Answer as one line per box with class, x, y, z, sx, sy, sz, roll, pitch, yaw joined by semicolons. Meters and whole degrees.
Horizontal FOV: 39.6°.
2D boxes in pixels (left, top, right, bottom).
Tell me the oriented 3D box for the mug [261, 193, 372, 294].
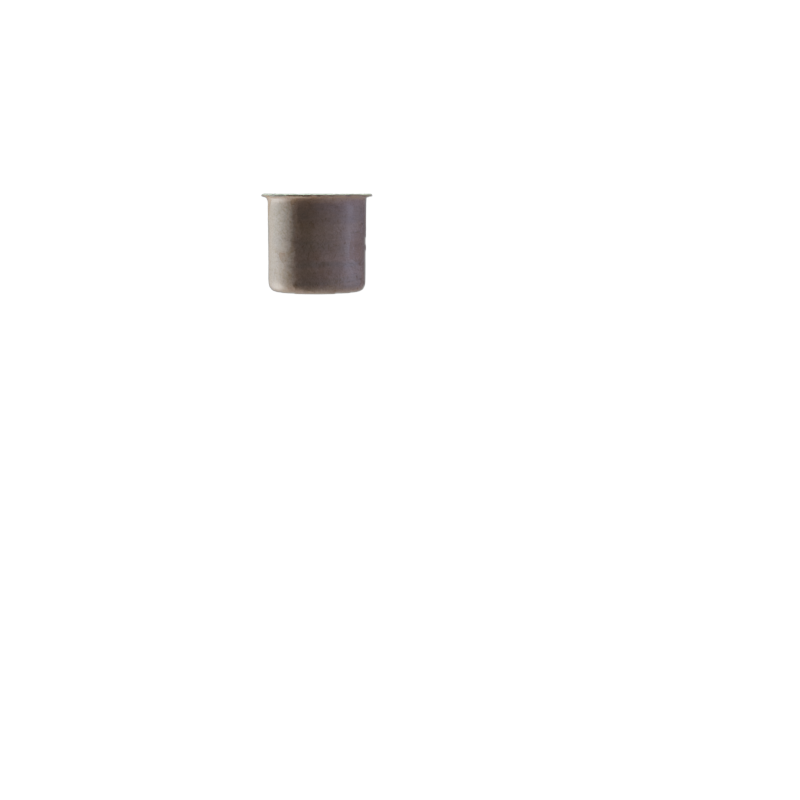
mug;-0.073;-0.134;0.938;0.091;0.081;0.121;-2;8;-18
